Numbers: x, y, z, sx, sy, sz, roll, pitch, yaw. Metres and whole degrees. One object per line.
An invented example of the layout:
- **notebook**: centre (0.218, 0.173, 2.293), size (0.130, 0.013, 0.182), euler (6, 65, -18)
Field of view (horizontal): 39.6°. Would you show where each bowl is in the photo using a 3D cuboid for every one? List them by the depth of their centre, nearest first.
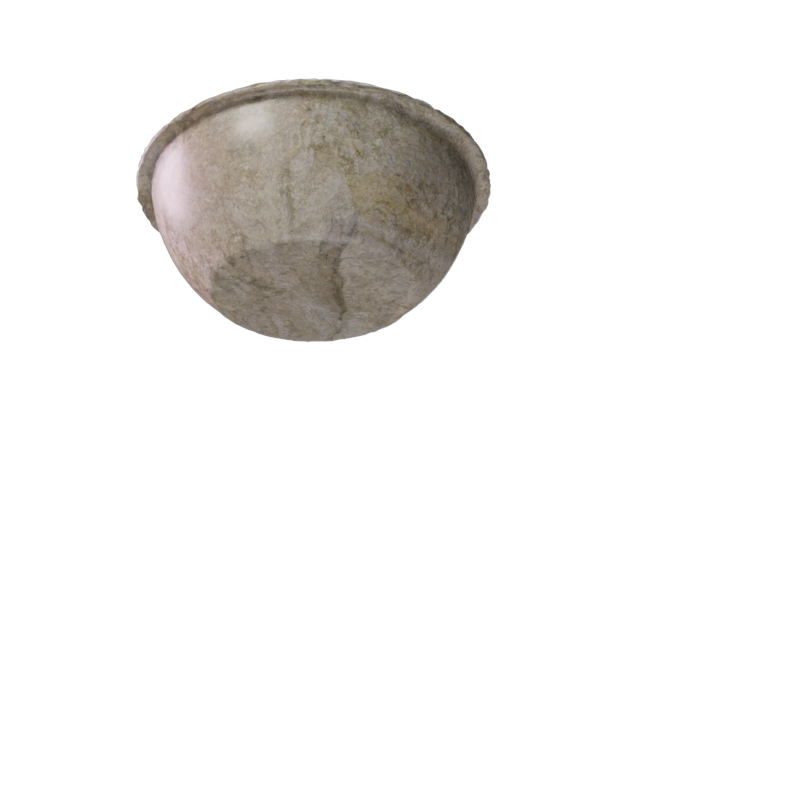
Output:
- **bowl**: centre (-0.039, -0.071, 0.496), size (0.162, 0.058, 0.153), euler (1, -27, -2)
